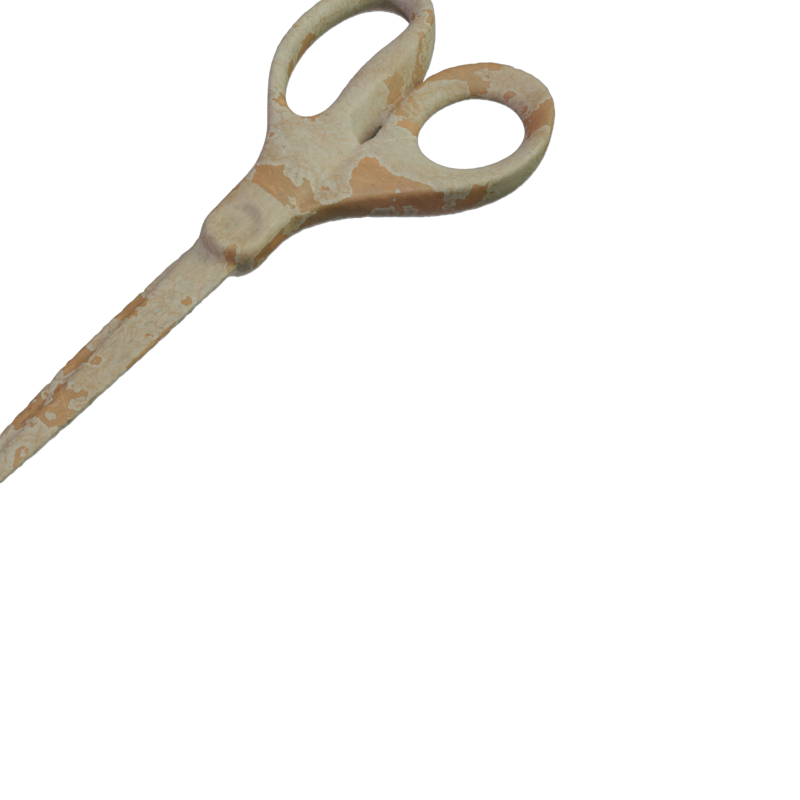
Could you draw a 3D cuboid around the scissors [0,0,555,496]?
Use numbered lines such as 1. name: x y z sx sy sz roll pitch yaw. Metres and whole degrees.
1. scissors: -0.024 -0.043 0.305 0.099 0.210 0.015 19 -29 11
